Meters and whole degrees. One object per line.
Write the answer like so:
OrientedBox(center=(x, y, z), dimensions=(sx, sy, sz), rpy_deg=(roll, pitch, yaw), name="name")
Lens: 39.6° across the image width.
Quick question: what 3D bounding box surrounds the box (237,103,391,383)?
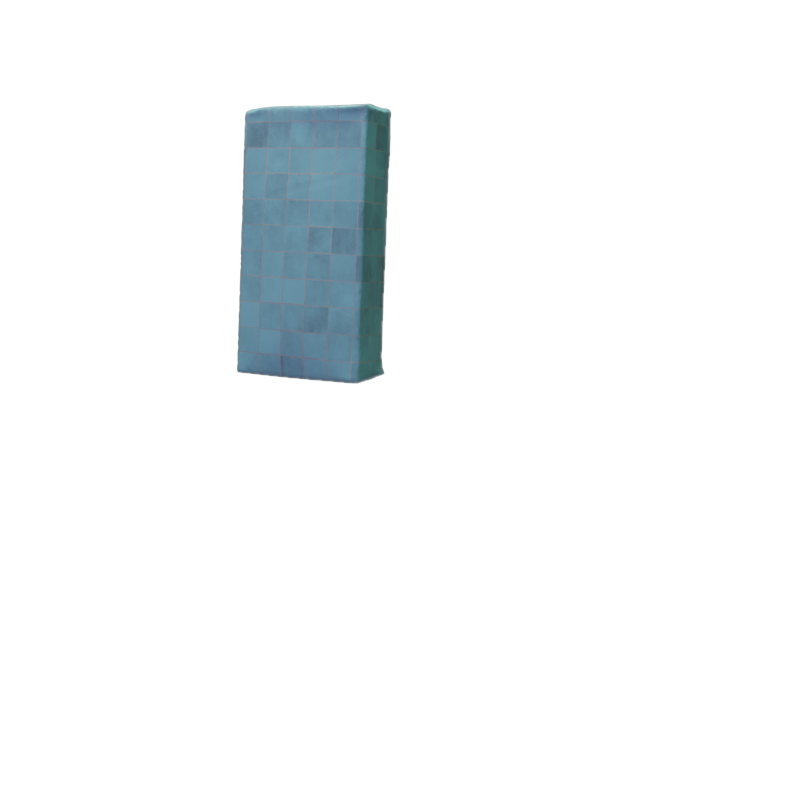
OrientedBox(center=(-0.057, -0.104, 0.726), dimensions=(0.096, 0.175, 0.047), rpy_deg=(2, 3, 27), name="box")
